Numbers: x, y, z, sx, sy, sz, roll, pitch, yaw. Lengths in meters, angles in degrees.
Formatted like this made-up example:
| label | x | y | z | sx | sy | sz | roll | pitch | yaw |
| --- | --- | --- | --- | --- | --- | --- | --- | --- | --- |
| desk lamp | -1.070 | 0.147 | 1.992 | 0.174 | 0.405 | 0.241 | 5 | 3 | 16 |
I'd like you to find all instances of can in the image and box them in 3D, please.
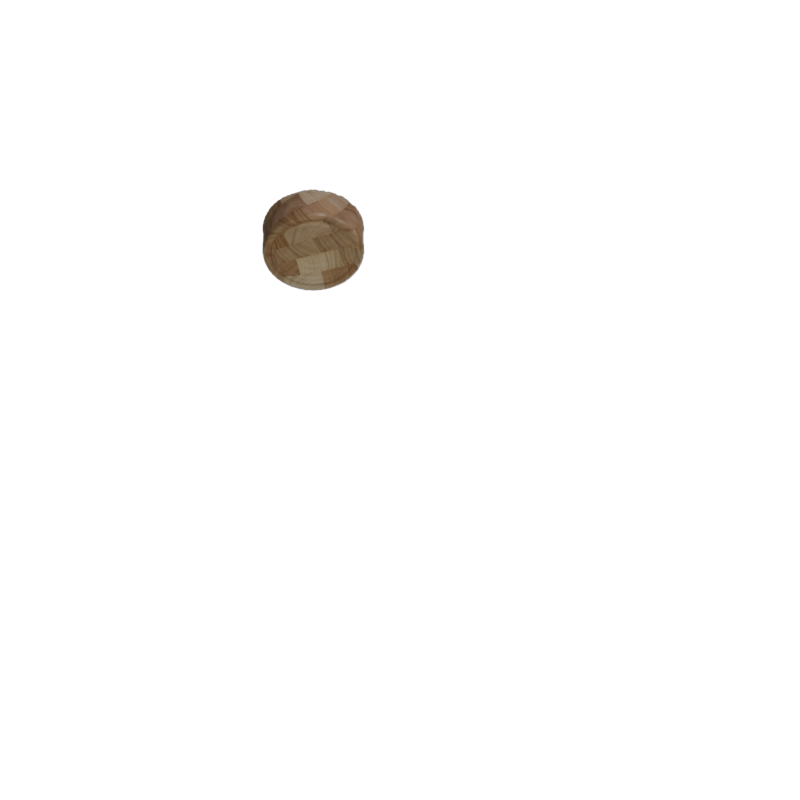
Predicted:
| label | x | y | z | sx | sy | sz | roll | pitch | yaw |
| --- | --- | --- | --- | --- | --- | --- | --- | --- | --- |
| can | -0.072 | -0.132 | 0.925 | 0.086 | 0.036 | 0.080 | 1 | -45 | -1 |
